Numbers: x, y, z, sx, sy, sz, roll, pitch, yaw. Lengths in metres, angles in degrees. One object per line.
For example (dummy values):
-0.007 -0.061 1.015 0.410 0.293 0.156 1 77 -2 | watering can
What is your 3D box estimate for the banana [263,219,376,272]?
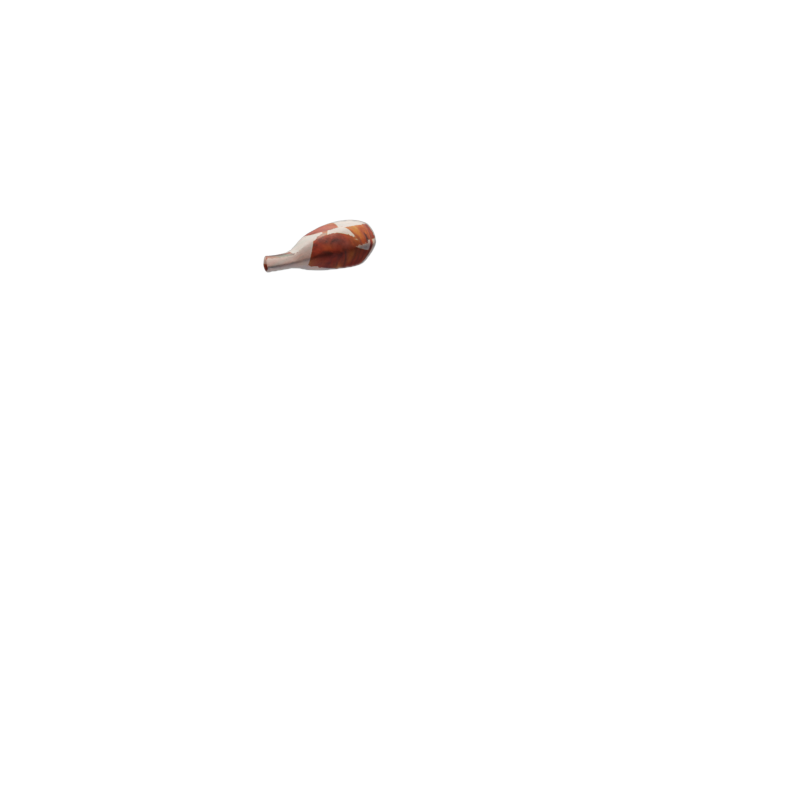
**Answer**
-0.053 -0.128 0.897 0.071 0.036 0.198 2 11 9 | banana
